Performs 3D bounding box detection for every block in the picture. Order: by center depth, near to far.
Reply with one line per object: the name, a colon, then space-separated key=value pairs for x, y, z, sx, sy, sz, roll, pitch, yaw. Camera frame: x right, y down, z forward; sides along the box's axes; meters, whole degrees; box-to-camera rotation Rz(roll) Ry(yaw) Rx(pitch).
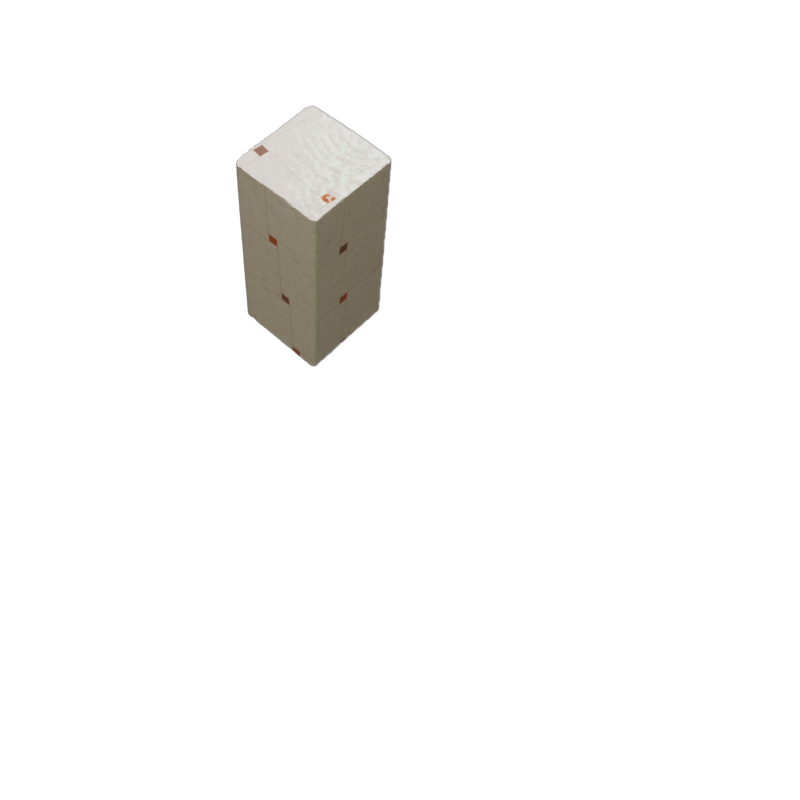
block: x=-0.074 y=-0.134 z=0.938 sx=0.095 sy=0.092 sz=0.193 roll=38 pitch=-27 yaw=19
